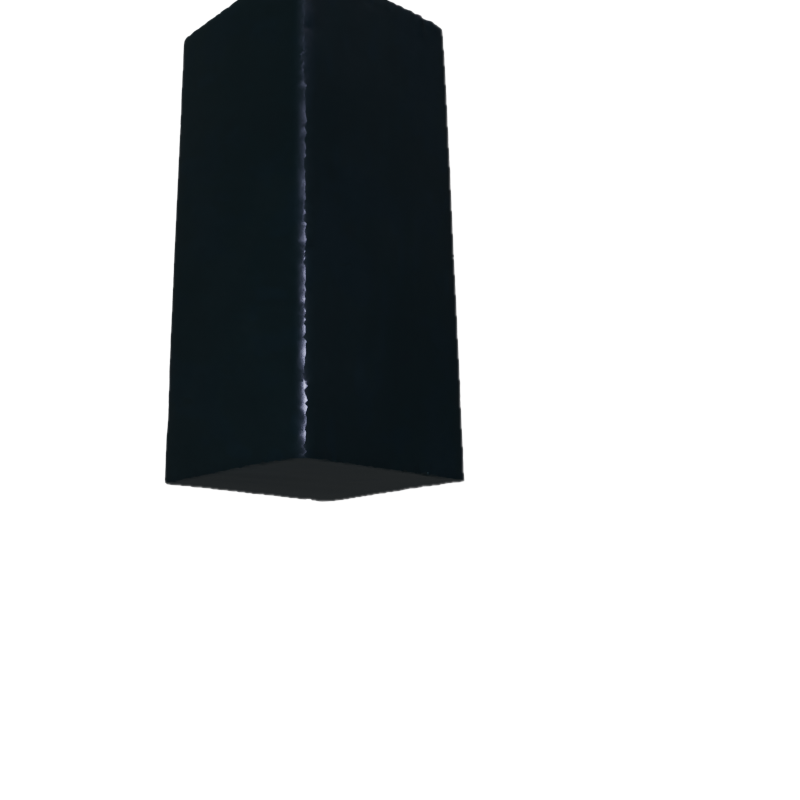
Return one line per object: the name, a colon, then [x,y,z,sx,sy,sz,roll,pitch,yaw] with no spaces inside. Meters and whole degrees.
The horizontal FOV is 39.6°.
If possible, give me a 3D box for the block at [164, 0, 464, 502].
block: [-0.037,-0.069,0.480,0.086,0.216,0.091,15,-25,-41]
